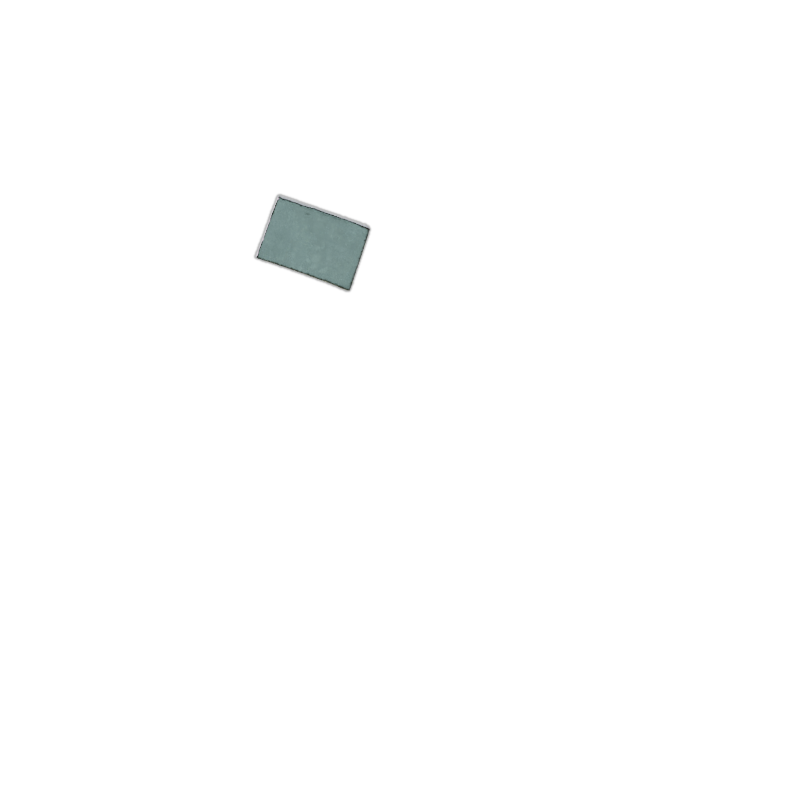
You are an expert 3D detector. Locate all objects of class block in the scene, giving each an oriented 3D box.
[{"bbox_3d":[-0.068,-0.123,0.864,0.078,0.052,0.052,20,6,-3],"label":"block"}]
